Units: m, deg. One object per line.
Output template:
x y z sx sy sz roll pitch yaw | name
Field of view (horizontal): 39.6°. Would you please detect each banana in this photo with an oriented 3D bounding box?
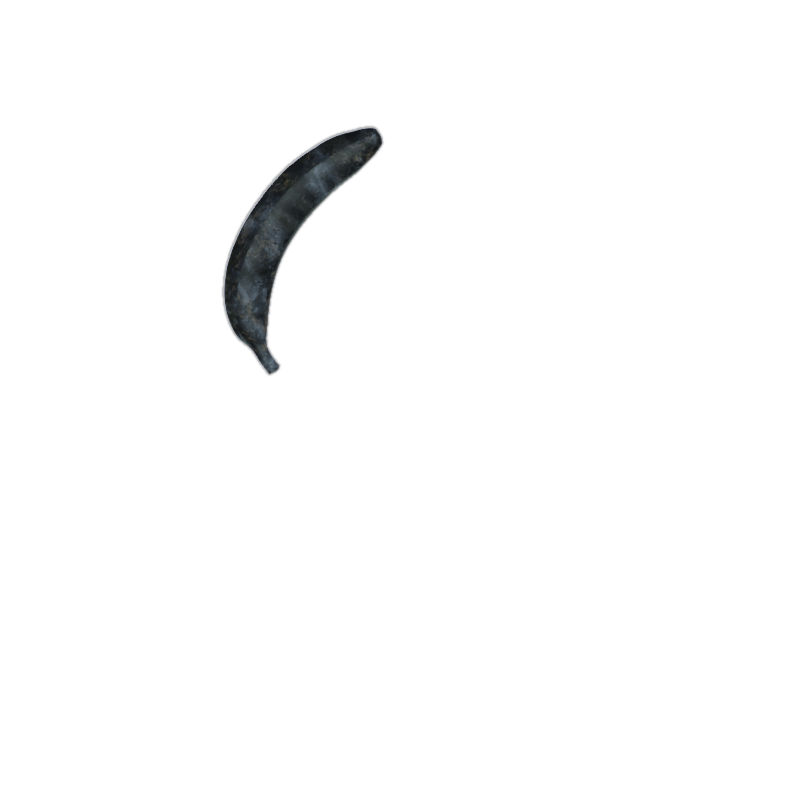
-0.083 -0.121 0.823 0.069 0.195 0.038 25 7 -5 | banana
